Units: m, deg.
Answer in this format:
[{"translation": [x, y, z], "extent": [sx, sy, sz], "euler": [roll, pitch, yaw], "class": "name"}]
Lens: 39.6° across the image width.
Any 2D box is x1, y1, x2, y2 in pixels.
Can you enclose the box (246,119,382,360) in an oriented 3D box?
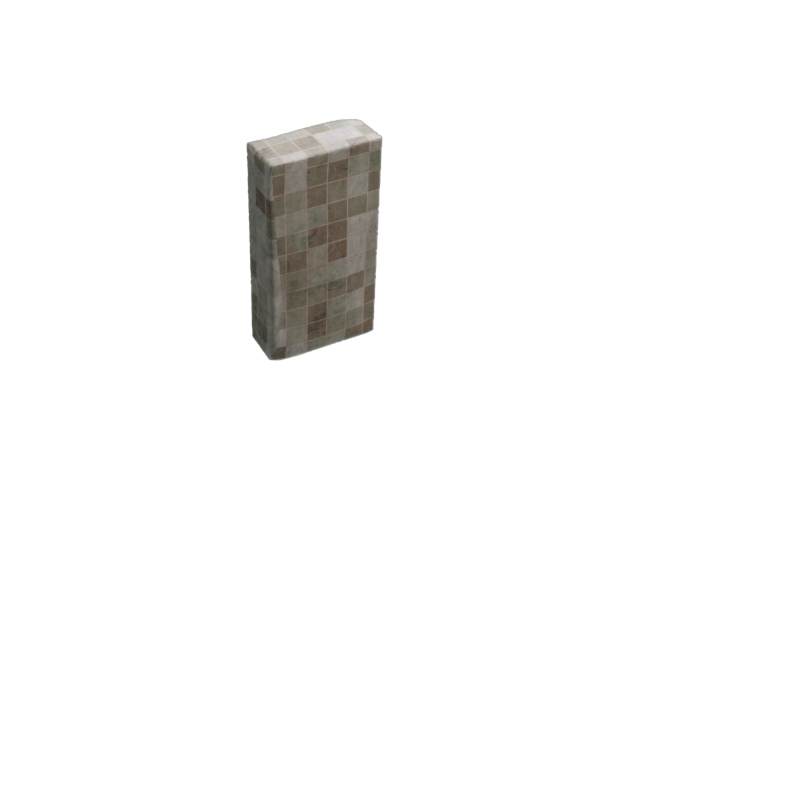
[{"translation": [-0.065, -0.119, 0.830], "extent": [0.092, 0.165, 0.052], "euler": [-17, 39, -26], "class": "box"}]
